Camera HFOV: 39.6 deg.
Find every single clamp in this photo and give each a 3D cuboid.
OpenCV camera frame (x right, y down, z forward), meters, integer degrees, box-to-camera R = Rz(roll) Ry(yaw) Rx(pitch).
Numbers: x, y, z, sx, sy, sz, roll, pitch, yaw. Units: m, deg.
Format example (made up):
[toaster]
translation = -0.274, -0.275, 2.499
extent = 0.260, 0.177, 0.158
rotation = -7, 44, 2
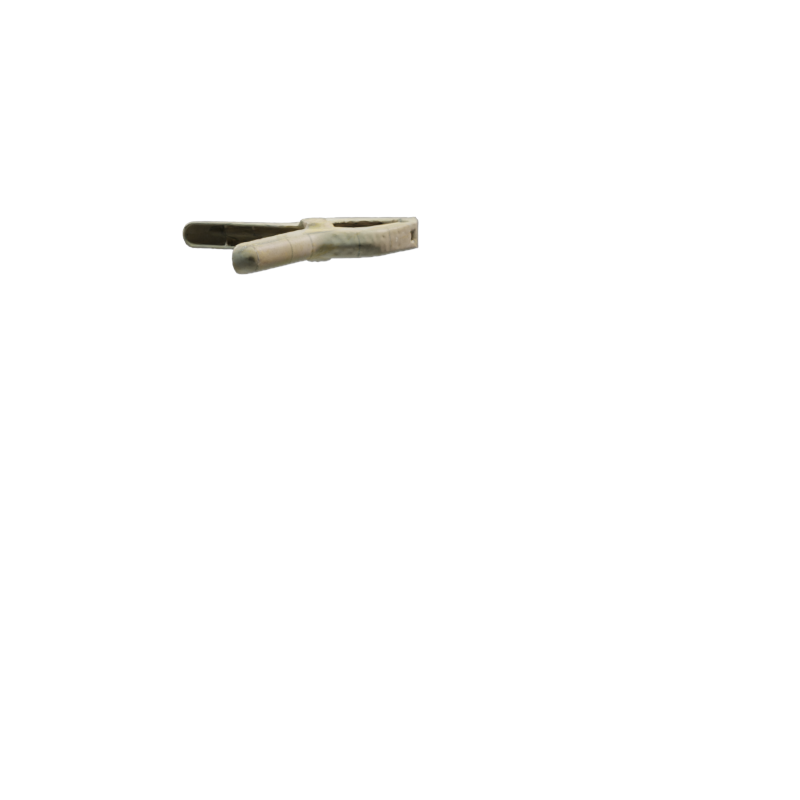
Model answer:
[clamp]
translation = -0.076, -0.139, 0.975
extent = 0.206, 0.035, 0.173
rotation = -5, 18, -16
